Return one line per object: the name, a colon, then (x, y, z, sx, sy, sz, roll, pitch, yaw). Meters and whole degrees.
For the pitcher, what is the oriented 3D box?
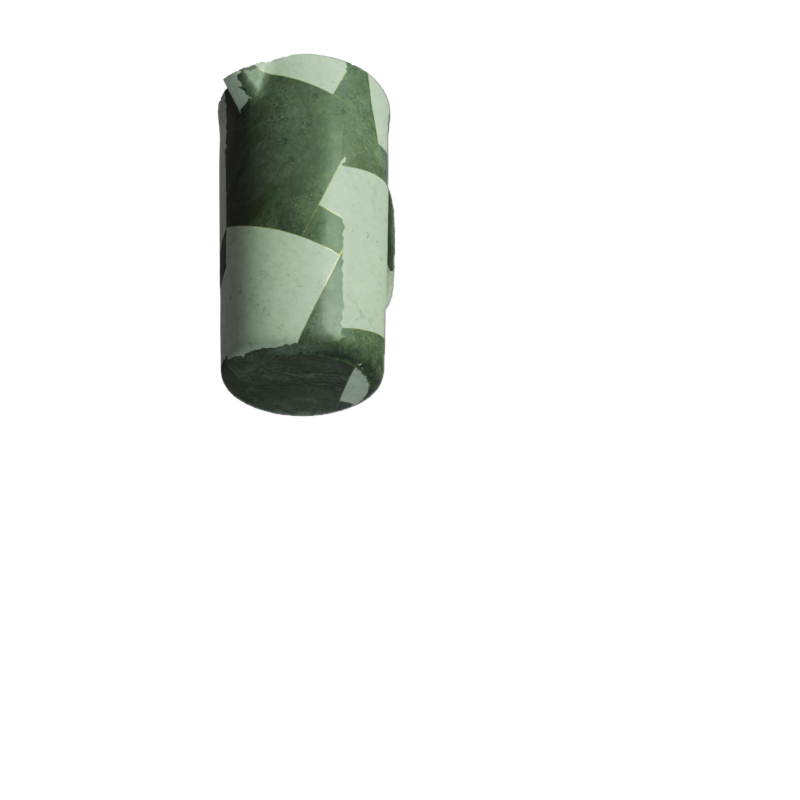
pitcher: (-0.062, -0.114, 0.798, 0.147, 0.259, 0.137, 4, -32, -9)
